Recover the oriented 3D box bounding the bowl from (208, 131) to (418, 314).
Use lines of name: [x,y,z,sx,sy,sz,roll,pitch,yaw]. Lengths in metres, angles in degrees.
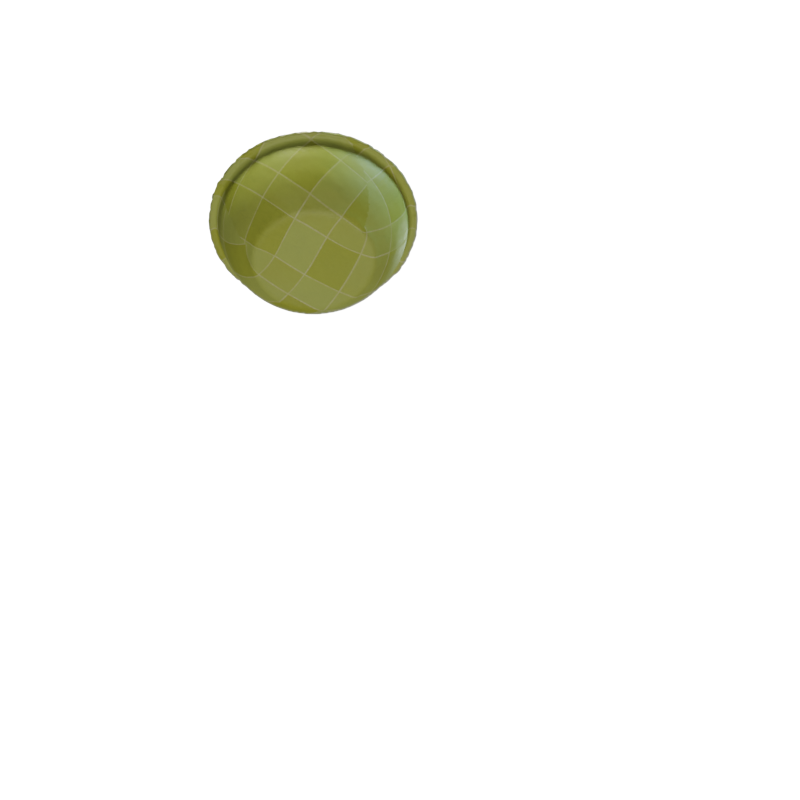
bowl: [-0.066,-0.120,0.837,0.162,0.152,0.059,1,37,-1]
